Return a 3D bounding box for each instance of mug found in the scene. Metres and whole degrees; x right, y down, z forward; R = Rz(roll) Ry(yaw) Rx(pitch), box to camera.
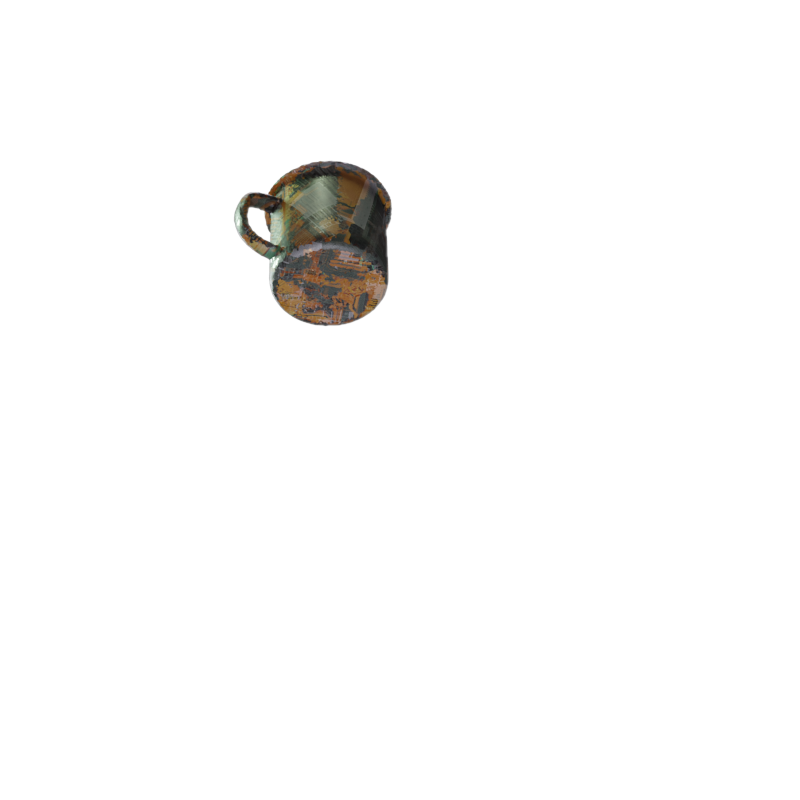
[{"bbox_3d":[-0.061,-0.110,0.773,0.113,0.087,0.090,21,-49,-21],"label":"mug"}]
